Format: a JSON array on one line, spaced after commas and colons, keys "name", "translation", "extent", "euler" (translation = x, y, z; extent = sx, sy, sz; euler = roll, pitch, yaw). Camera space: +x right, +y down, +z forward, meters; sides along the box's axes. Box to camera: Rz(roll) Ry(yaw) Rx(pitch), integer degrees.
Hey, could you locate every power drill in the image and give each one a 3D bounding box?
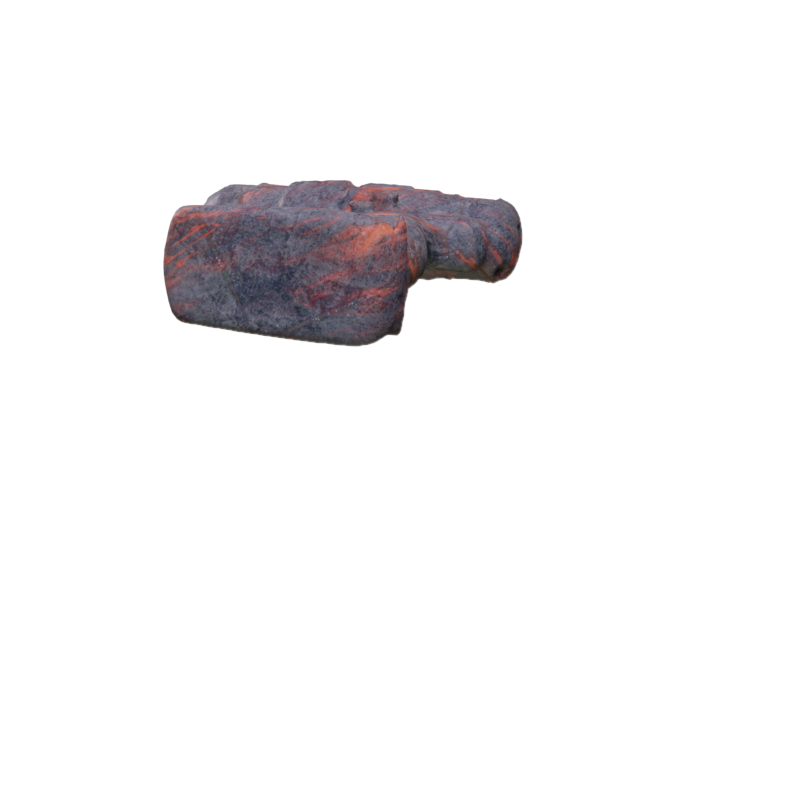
[{"name": "power drill", "translation": [-0.043, -0.079, 0.554], "extent": [0.189, 0.056, 0.188], "euler": [5, 17, 17]}]
